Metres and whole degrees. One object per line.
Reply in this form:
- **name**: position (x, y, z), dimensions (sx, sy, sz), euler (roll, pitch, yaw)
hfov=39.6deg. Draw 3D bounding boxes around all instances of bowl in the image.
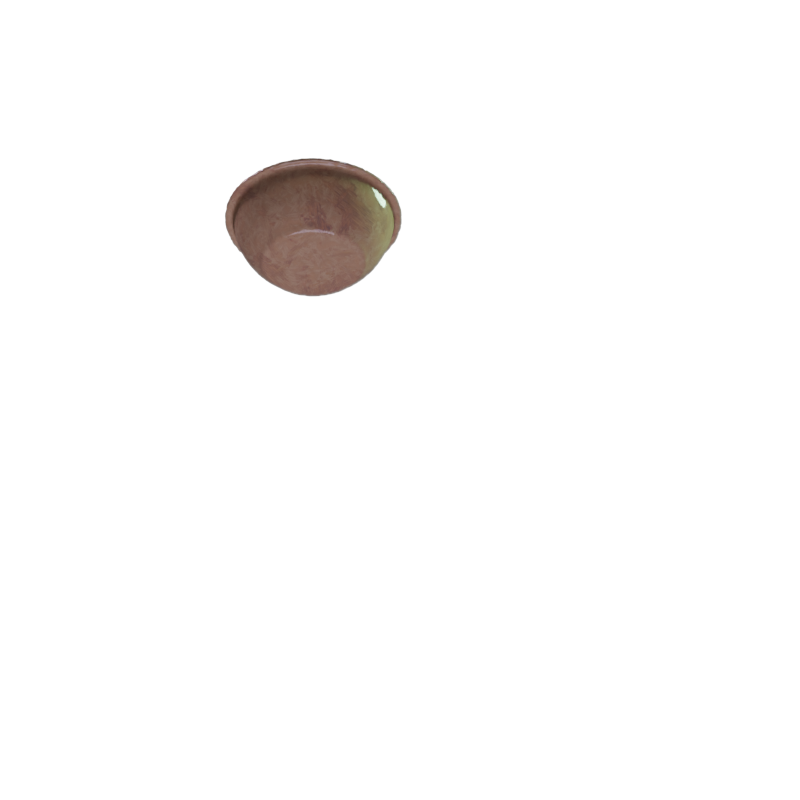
- **bowl**: position (-0.078, -0.142, 0.997), dimensions (0.162, 0.059, 0.151), euler (1, -37, -2)
